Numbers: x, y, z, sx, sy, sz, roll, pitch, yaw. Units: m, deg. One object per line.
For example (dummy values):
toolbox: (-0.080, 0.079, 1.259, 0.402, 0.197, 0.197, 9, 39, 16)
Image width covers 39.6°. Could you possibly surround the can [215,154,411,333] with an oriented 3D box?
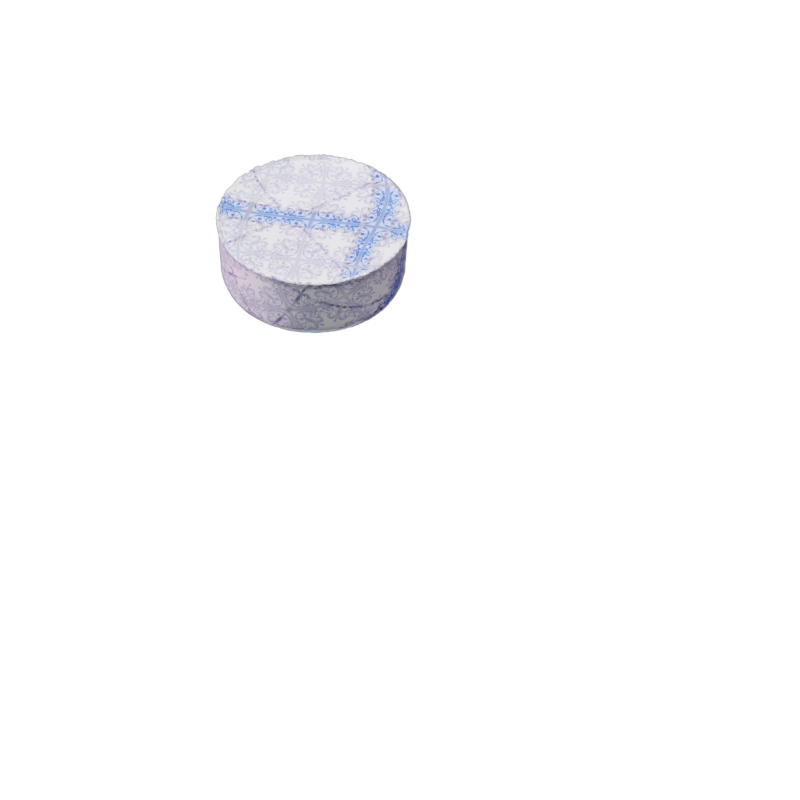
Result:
can: (-0.039, -0.071, 0.498, 0.086, 0.092, 0.031, -1, -43, -1)
